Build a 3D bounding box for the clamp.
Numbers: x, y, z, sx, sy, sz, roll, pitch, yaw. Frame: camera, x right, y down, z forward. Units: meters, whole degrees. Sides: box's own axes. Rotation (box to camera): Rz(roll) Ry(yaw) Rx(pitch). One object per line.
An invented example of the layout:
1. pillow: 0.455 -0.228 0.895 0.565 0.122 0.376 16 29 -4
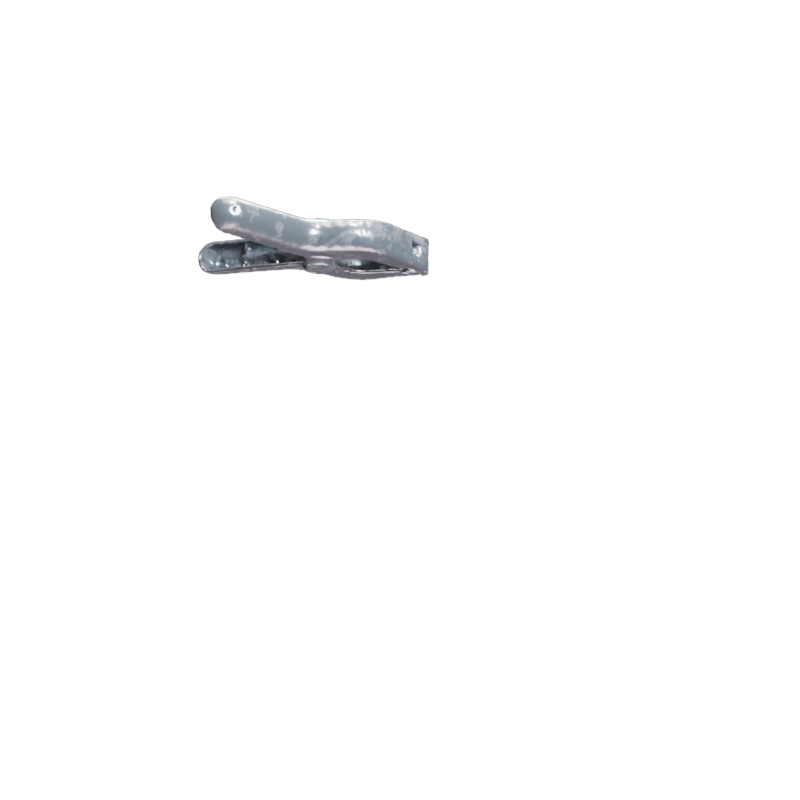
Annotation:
1. clamp: -0.062 -0.113 0.789 0.171 0.040 0.118 0 -6 -3
